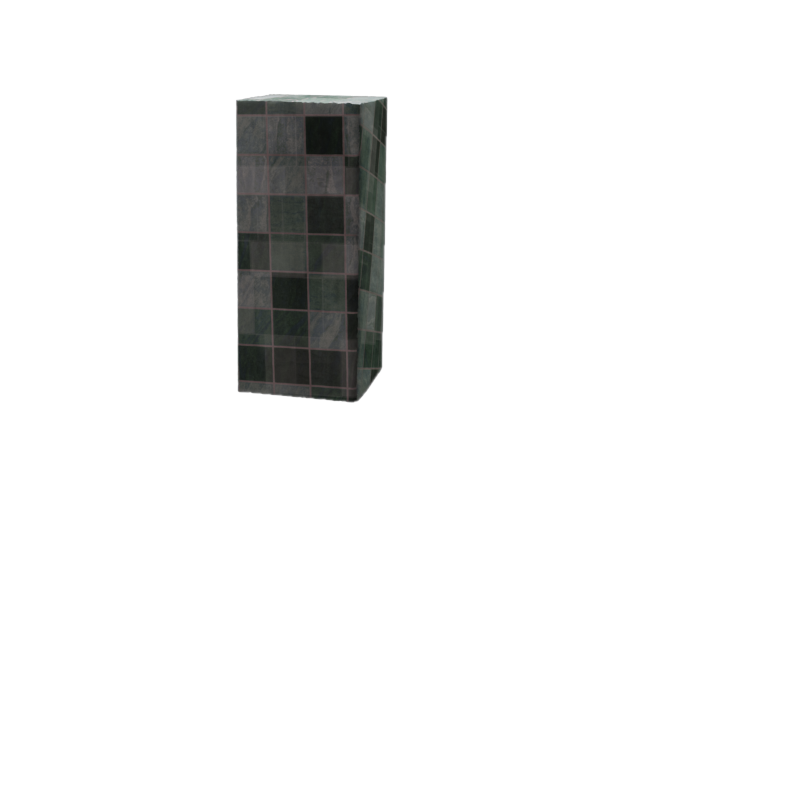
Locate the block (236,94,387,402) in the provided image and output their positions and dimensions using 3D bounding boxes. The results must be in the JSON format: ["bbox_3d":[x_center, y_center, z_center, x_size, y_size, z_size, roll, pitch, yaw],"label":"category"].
[{"bbox_3d":[-0.062,-0.114,0.798,0.092,0.201,0.091,4,12,13],"label":"block"}]
